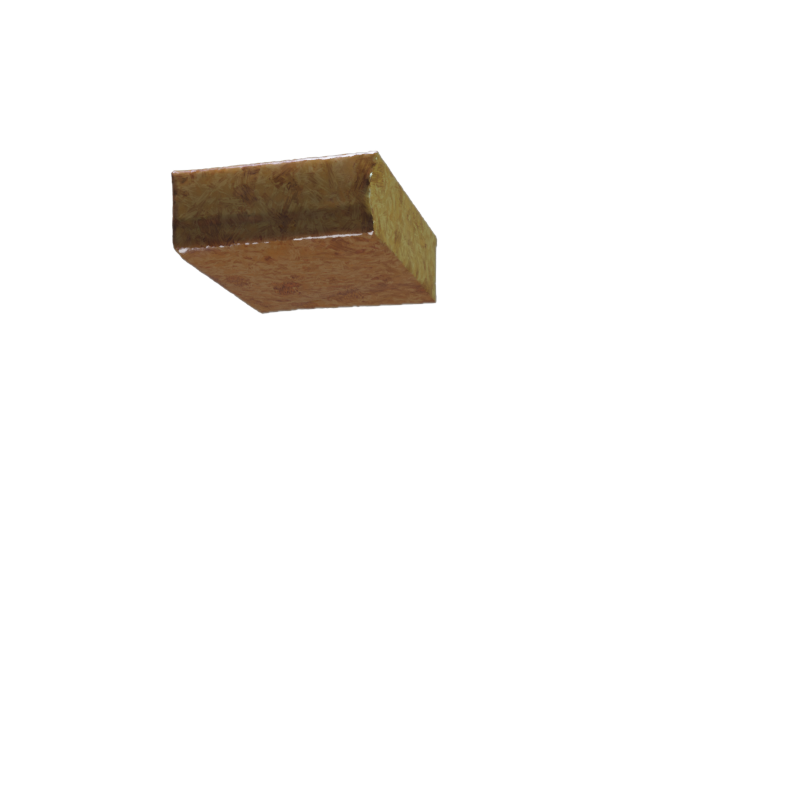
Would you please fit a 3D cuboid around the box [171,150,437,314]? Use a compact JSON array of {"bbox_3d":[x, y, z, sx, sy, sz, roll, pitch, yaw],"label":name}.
[{"bbox_3d":[-0.038,-0.070,0.488,0.091,0.040,0.108,-3,-10,15],"label":"box"}]
